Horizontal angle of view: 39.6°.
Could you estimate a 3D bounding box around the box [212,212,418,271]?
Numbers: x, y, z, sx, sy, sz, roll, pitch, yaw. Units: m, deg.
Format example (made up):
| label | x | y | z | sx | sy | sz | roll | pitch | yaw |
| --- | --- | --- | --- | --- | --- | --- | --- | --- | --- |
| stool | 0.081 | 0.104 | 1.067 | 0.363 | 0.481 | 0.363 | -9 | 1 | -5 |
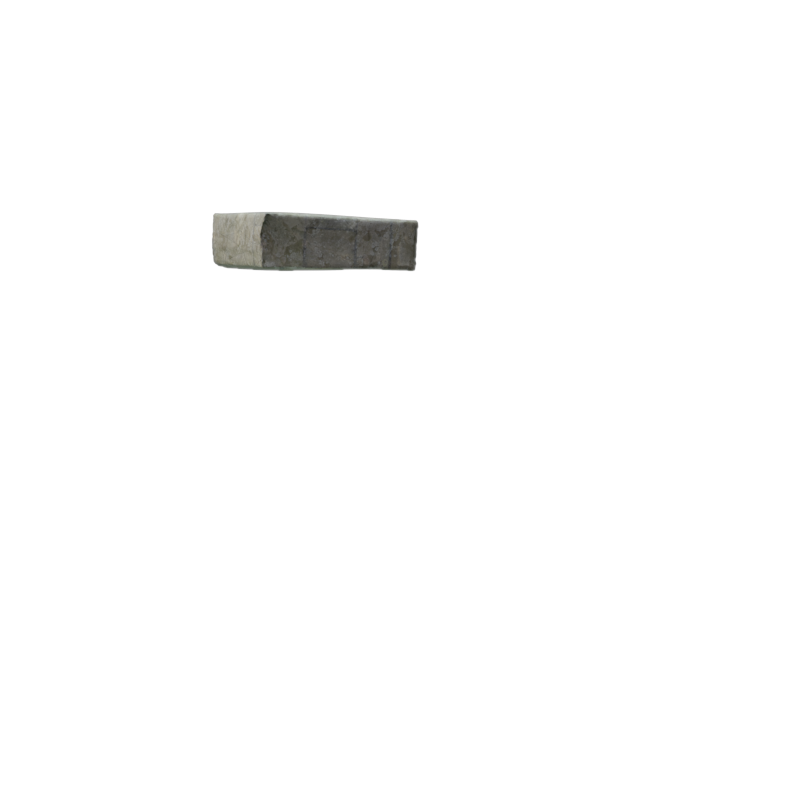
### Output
| label | x | y | z | sx | sy | sz | roll | pitch | yaw |
| --- | --- | --- | --- | --- | --- | --- | --- | --- | --- |
| box | -0.058 | -0.105 | 0.738 | 0.110 | 0.039 | 0.093 | -4 | 8 | -28 |
